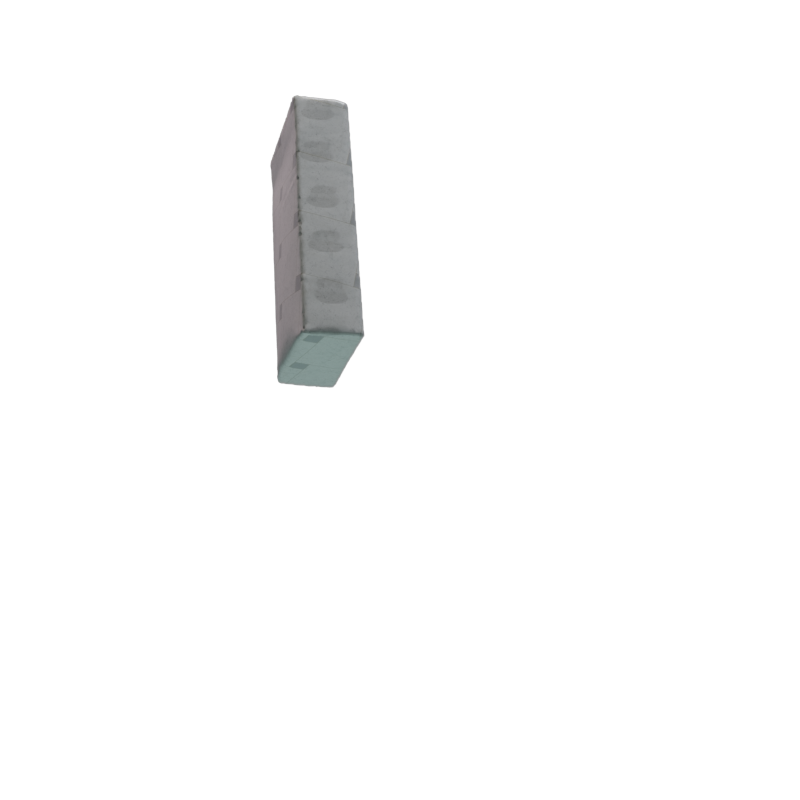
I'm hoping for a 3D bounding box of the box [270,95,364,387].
[{"bbox_3d":[-0.058,-0.107,0.747,0.047,0.187,0.090,5,-26,-15],"label":"box"}]
